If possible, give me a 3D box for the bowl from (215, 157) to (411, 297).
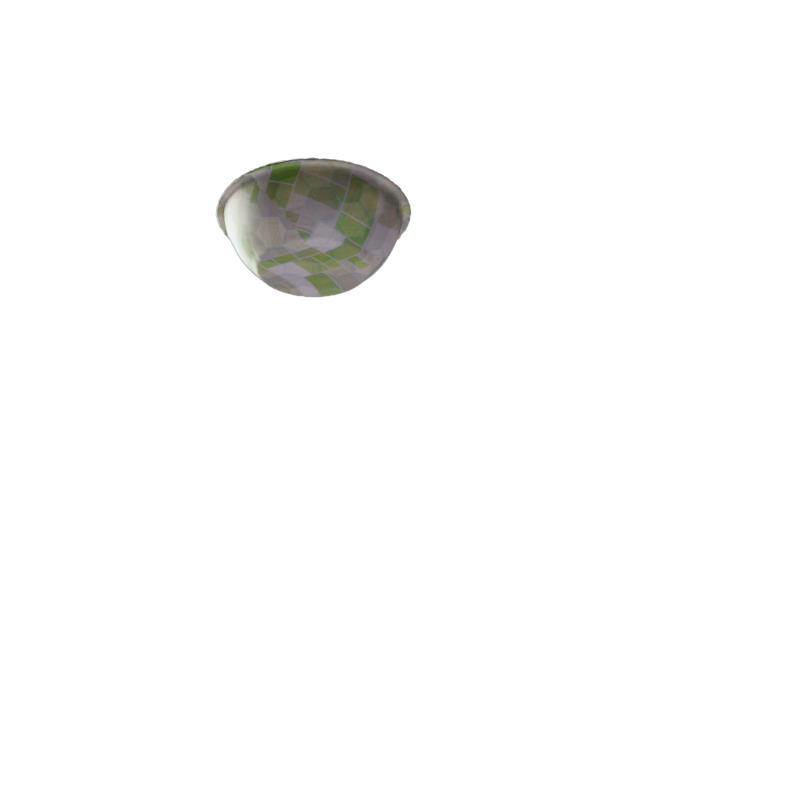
[{"bbox_3d":[-0.071,-0.130,0.907,0.162,0.058,0.153,1,-26,-2],"label":"bowl"}]
